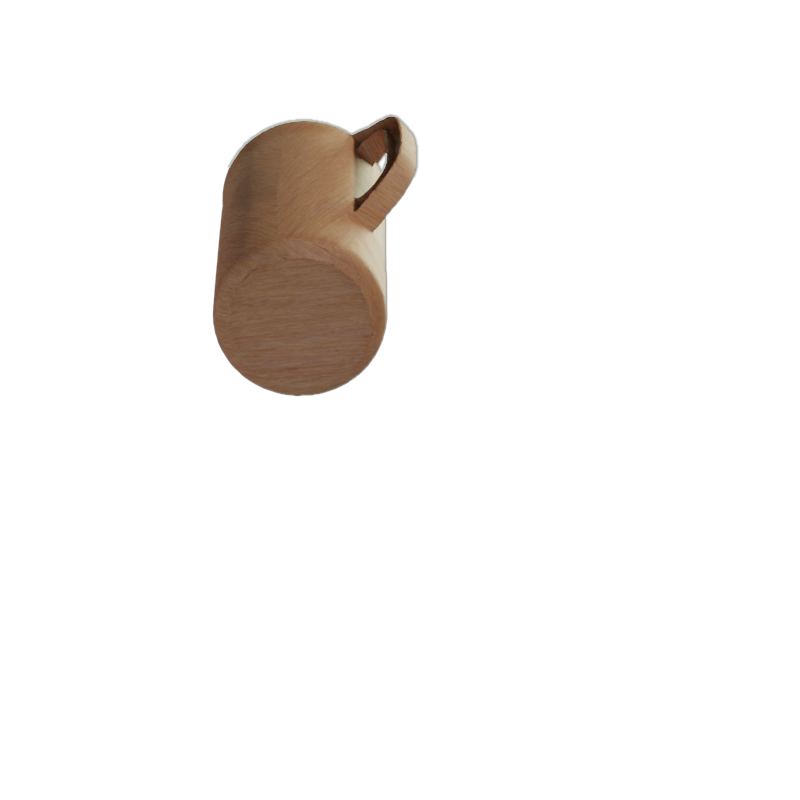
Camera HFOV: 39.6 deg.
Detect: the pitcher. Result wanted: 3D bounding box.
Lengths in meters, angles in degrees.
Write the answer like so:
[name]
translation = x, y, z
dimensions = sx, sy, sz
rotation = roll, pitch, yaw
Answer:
[pitcher]
translation = -0.061, -0.112, 0.781
dimensions = 0.144, 0.142, 0.256
rotation = 3, 26, -5
